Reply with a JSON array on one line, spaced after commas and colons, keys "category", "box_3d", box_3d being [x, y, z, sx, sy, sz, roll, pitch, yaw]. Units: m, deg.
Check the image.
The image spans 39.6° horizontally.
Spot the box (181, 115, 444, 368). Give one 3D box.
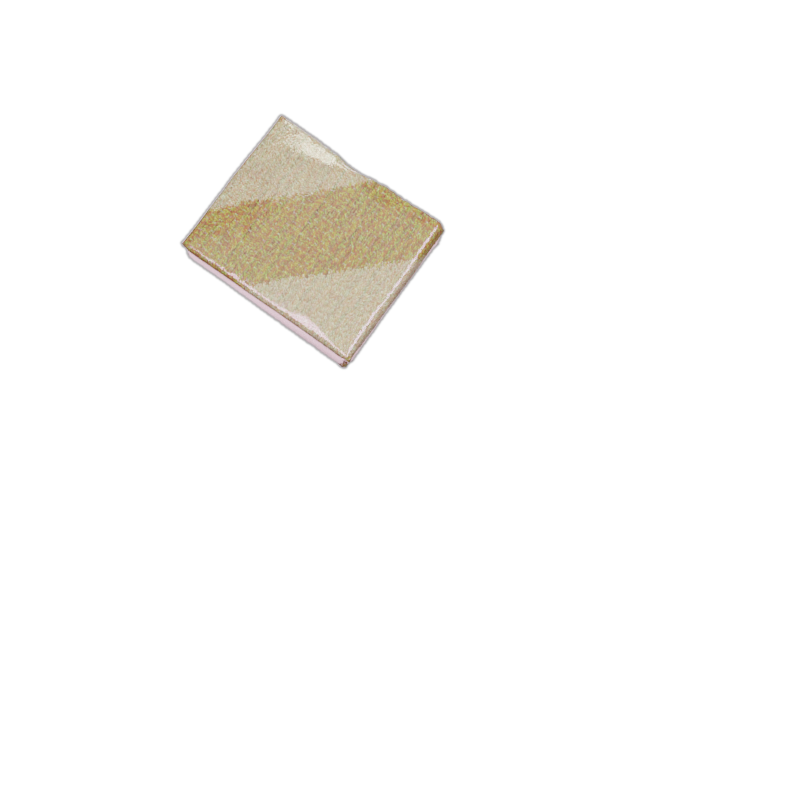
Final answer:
[{"category": "box", "box_3d": [-0.038, -0.069, 0.484, 0.091, 0.074, 0.029, 35, -10, 7]}]
